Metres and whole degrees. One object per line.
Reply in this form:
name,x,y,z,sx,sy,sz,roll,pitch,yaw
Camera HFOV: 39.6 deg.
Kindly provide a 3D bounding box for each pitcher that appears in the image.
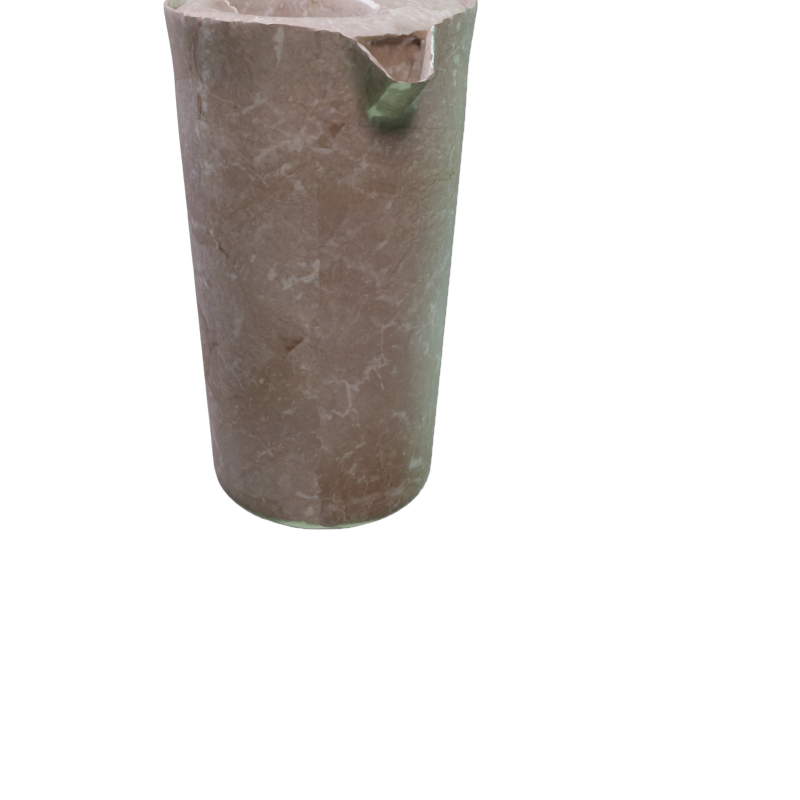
pitcher,-0.041,-0.074,0.521,0.149,0.231,0.153,8,24,16
